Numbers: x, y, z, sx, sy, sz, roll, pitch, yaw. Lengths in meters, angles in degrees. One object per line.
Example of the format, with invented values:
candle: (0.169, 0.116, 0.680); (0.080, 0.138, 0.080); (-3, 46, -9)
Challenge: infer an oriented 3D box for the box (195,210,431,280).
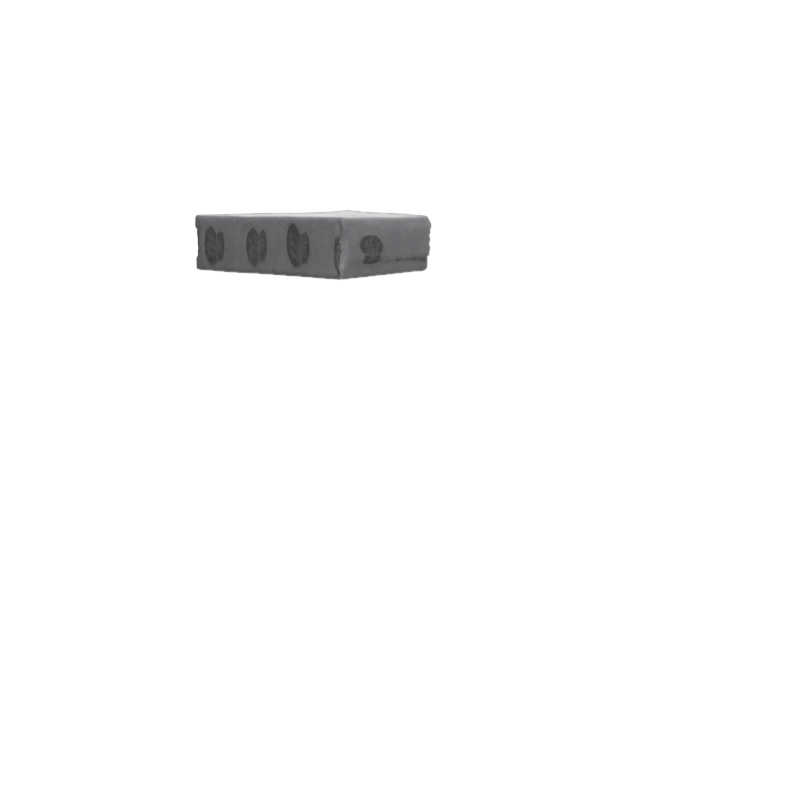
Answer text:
box: (-0.041, -0.076, 0.531); (0.093, 0.030, 0.071); (6, 11, 35)
